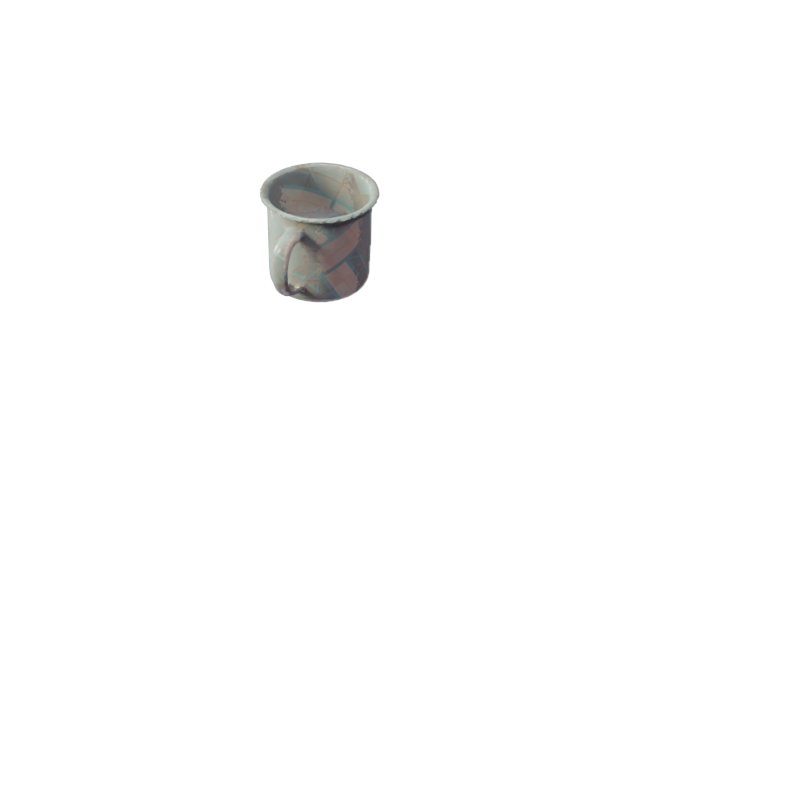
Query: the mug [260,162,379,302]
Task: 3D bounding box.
[{"bbox_3d":[-0.068,-0.125,0.873,0.096,0.076,0.121,14,39,16],"label":"mug"}]
